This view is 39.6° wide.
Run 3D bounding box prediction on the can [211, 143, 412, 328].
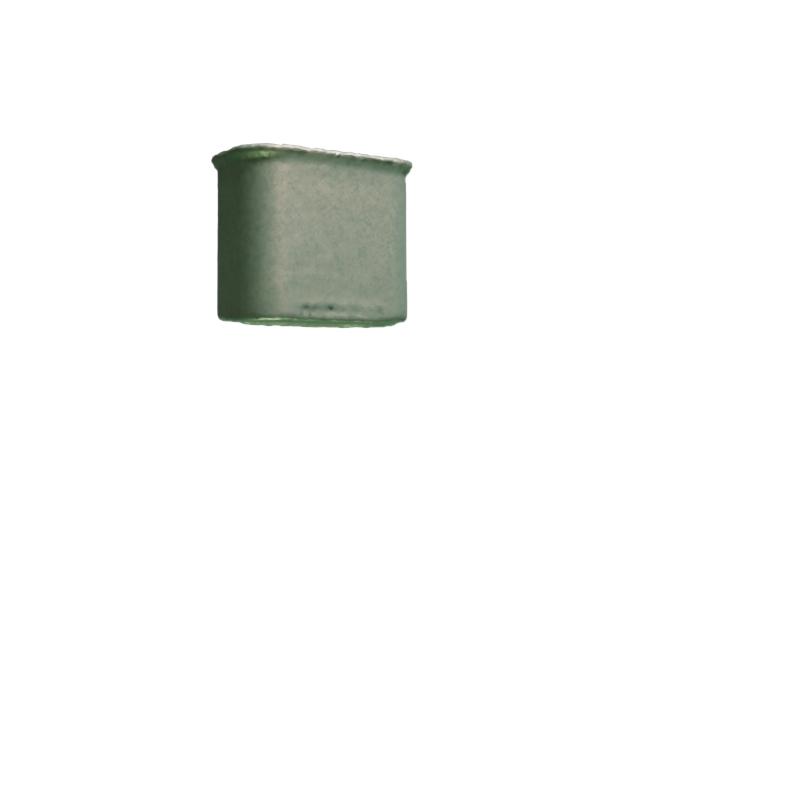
[{"bbox_3d":[-0.044,-0.080,0.560,0.098,0.085,0.059,1,-5,-34],"label":"can"}]
